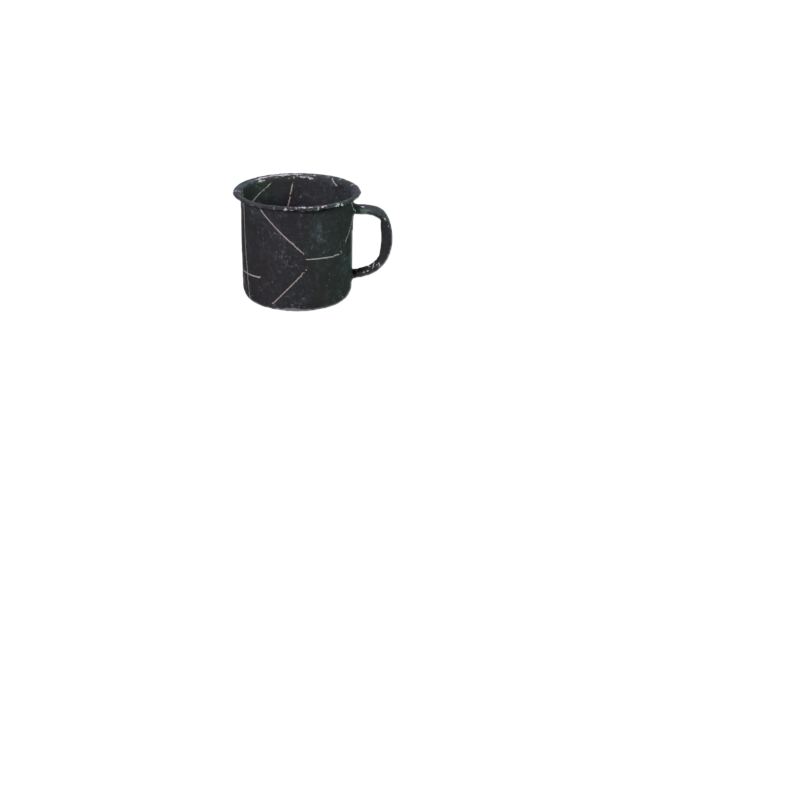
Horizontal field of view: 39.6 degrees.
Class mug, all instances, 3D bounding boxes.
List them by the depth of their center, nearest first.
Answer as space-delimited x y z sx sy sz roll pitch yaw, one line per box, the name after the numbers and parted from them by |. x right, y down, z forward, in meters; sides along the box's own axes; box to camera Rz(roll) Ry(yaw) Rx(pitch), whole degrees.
-0.064 -0.117 0.819 0.116 0.078 0.098 -2 24 -5 | mug
